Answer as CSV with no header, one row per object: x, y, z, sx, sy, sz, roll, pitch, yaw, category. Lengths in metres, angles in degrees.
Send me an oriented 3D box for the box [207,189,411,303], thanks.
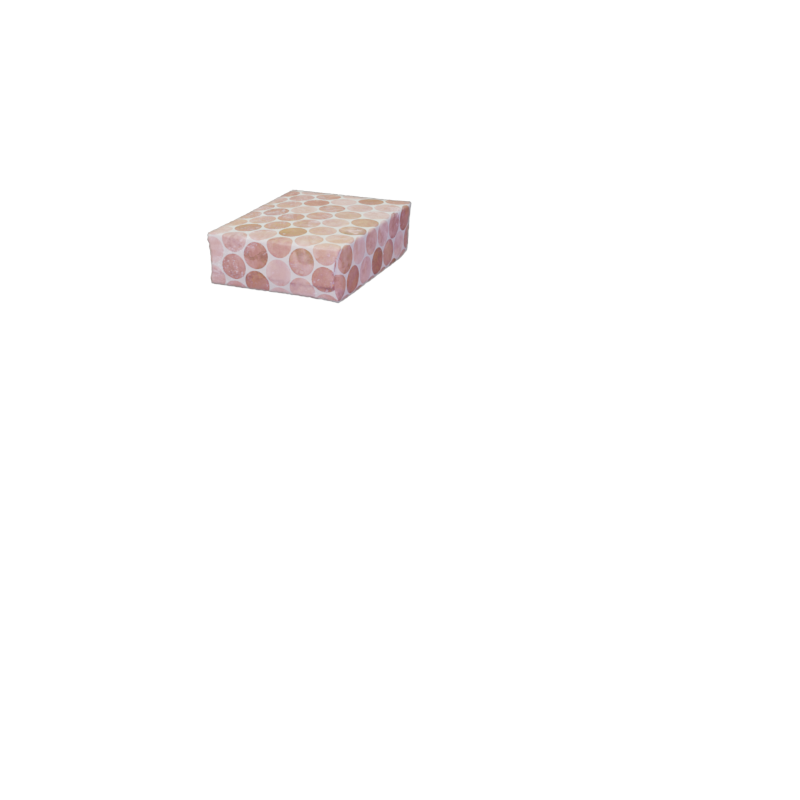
-0.055,-0.100,0.701,0.093,0.037,0.114,10,25,22,box
